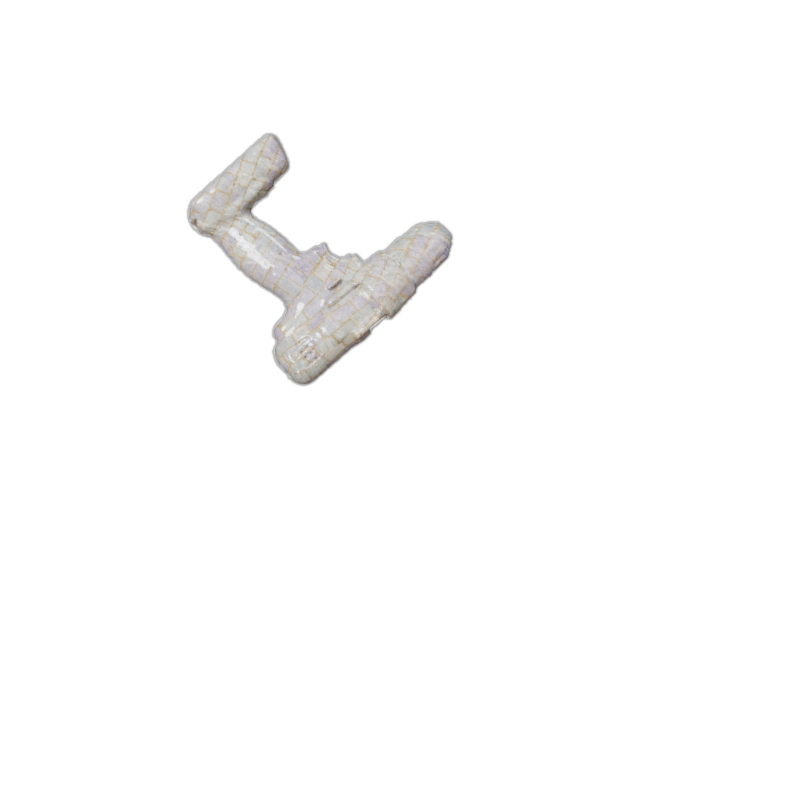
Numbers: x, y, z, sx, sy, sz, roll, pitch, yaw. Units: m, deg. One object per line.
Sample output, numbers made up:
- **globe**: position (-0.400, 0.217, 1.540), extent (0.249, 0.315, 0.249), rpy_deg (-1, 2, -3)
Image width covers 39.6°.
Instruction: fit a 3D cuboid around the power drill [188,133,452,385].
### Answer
- **power drill**: position (-0.074, -0.135, 0.949), extent (0.185, 0.191, 0.056), rpy_deg (-42, -7, -7)
